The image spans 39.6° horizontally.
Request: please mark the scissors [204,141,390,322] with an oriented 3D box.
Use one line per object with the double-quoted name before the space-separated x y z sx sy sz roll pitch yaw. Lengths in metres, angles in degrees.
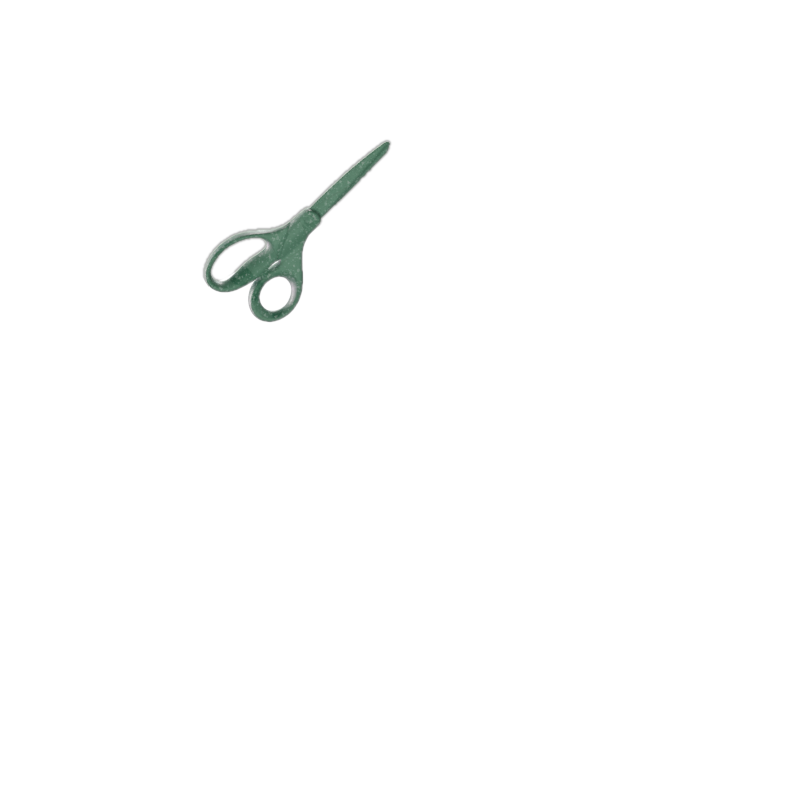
"scissors" -0.076 -0.139 0.971 0.202 0.092 0.016 -27 19 10
